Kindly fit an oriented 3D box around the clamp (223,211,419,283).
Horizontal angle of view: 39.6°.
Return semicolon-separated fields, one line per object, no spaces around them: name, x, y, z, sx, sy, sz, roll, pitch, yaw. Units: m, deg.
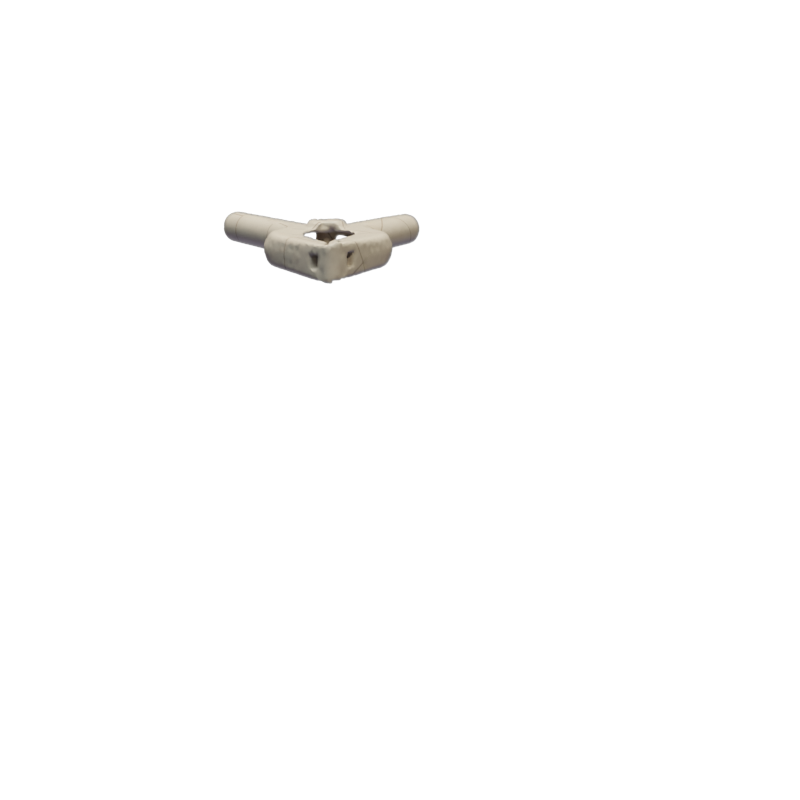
clamp;-0.067;-0.123;0.859;0.165;0.035;0.215;1;16;2
